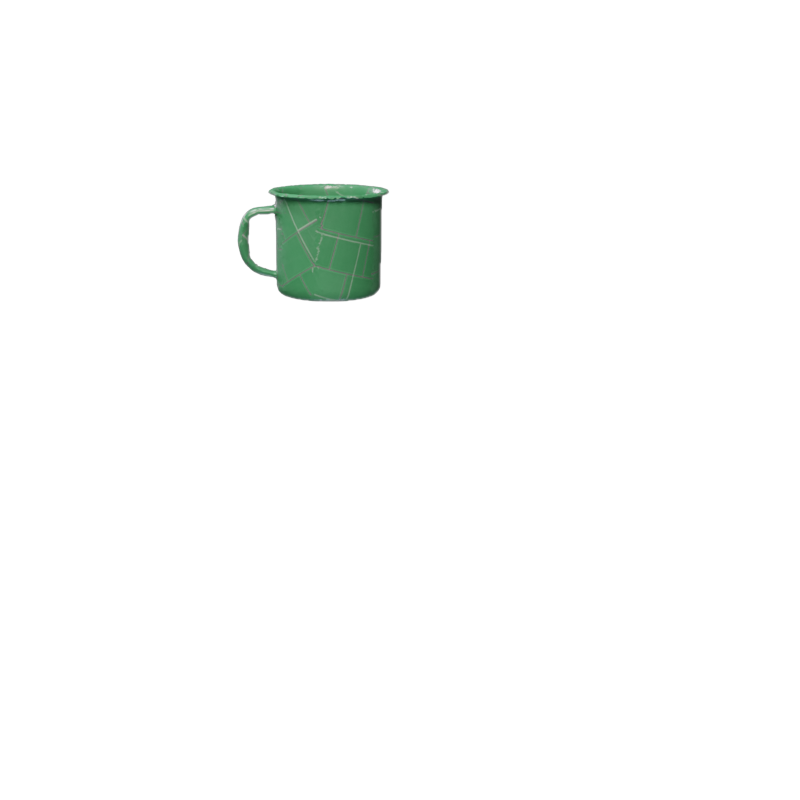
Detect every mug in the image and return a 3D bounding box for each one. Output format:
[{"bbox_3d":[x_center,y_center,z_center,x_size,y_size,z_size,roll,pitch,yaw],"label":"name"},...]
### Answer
[{"bbox_3d":[-0.067,-0.123,0.860,0.116,0.079,0.097,-1,13,-7],"label":"mug"}]
